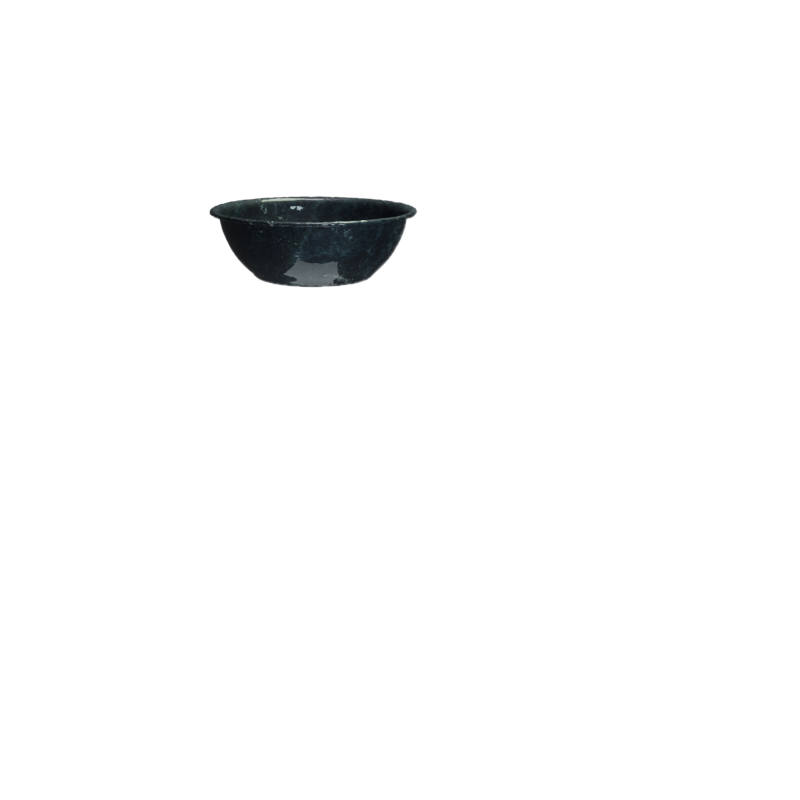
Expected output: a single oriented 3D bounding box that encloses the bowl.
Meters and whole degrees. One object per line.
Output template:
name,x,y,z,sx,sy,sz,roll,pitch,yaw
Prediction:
bowl,-0.068,-0.124,0.869,0.162,0.053,0.168,-1,17,-2
